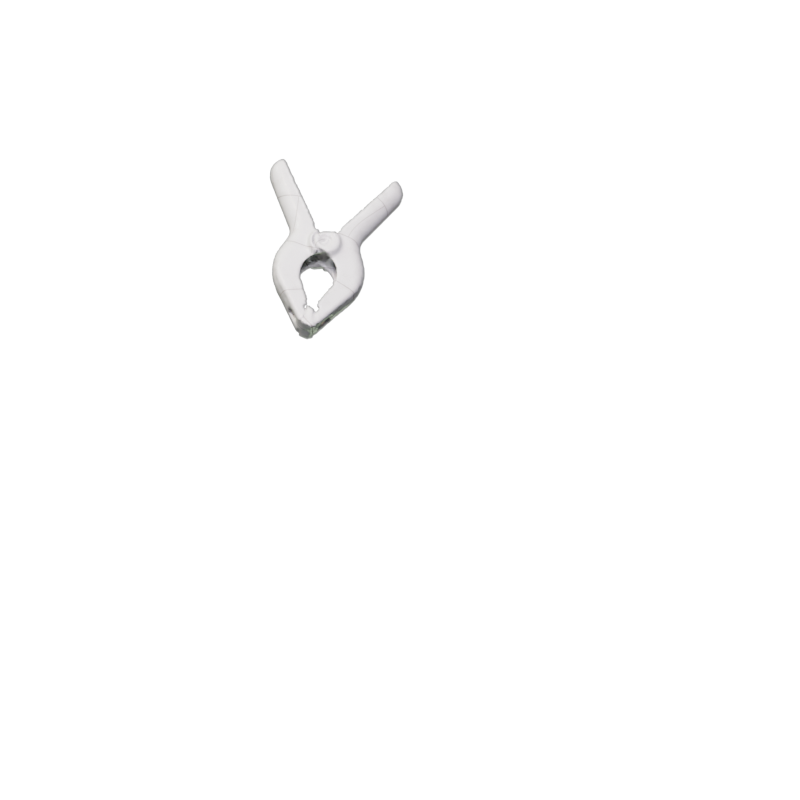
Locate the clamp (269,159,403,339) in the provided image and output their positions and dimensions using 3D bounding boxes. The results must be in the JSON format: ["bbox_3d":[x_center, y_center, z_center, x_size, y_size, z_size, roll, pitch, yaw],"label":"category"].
[{"bbox_3d":[-0.076,-0.138,0.966,0.122,0.180,0.037,14,-32,9],"label":"clamp"}]
